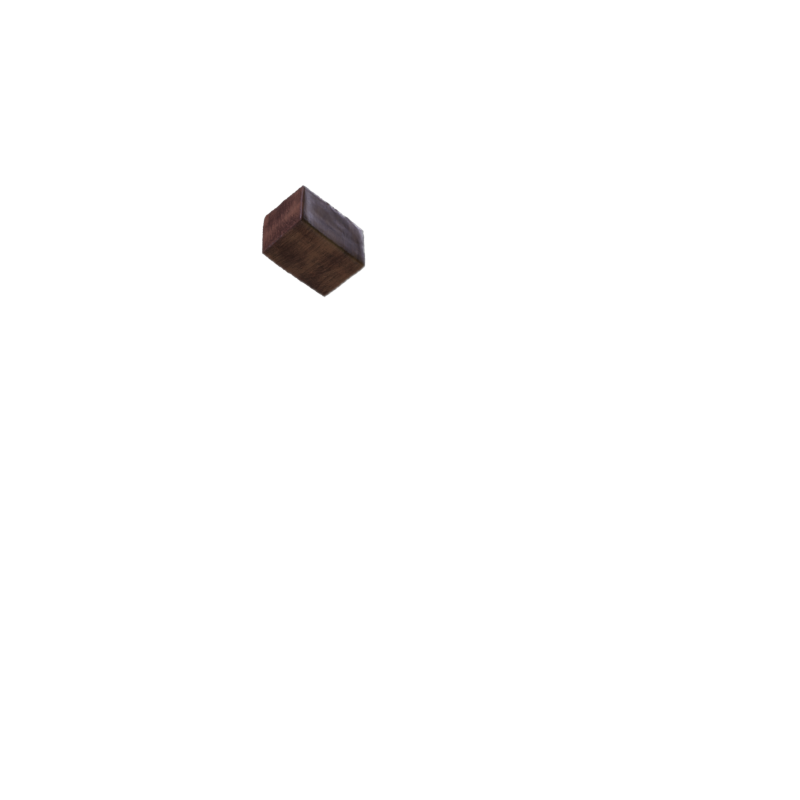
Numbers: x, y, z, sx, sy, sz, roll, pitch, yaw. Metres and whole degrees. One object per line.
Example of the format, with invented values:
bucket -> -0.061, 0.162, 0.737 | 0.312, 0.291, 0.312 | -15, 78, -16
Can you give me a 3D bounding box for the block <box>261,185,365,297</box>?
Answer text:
block -> -0.076, -0.138, 0.968 | 0.073, 0.055, 0.052 | 35, -57, -30
